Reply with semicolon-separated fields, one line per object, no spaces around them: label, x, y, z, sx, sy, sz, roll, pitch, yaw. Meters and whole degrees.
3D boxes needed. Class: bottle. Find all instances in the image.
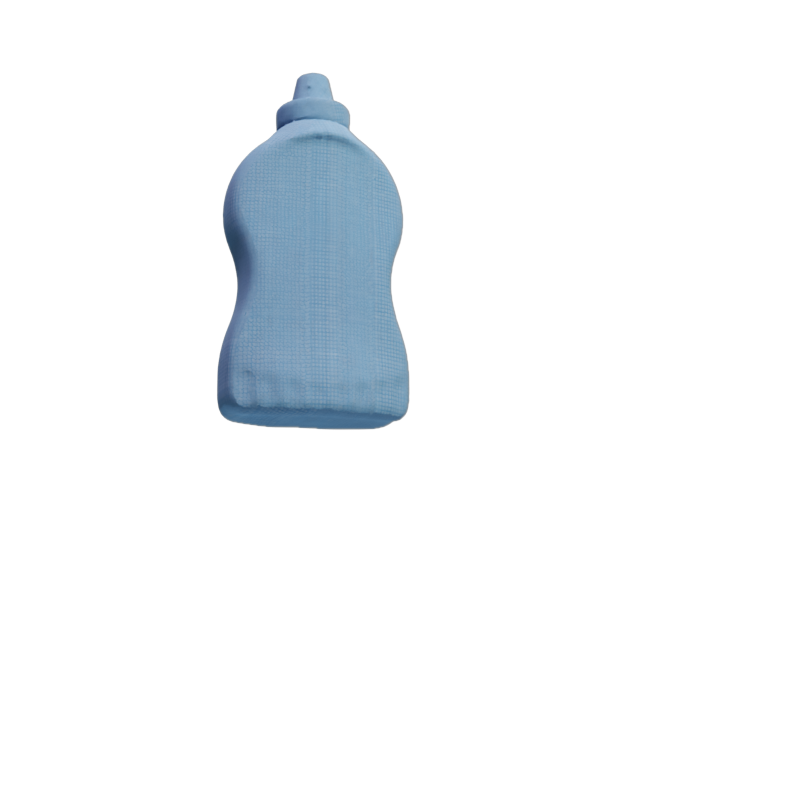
bottle;-0.046;-0.084;0.587;0.094;0.200;0.057;3;-17;-15
